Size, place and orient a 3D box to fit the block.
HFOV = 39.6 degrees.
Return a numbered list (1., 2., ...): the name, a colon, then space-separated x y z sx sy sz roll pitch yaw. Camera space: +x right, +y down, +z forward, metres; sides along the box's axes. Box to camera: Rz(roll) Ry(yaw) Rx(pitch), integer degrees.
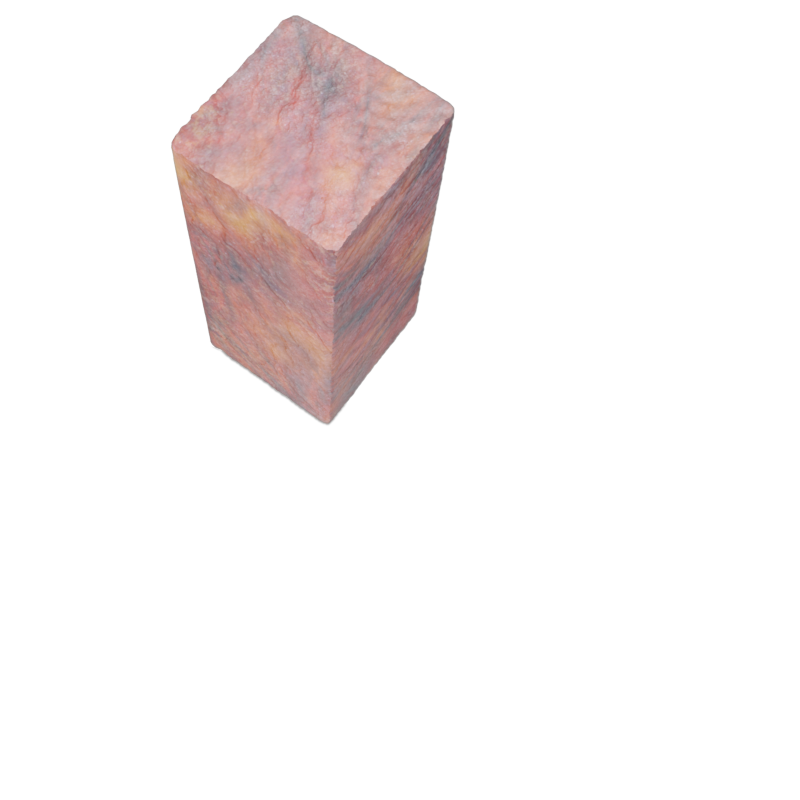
1. block: -0.044 -0.080 0.555 0.093 0.093 0.196 34 -20 10
